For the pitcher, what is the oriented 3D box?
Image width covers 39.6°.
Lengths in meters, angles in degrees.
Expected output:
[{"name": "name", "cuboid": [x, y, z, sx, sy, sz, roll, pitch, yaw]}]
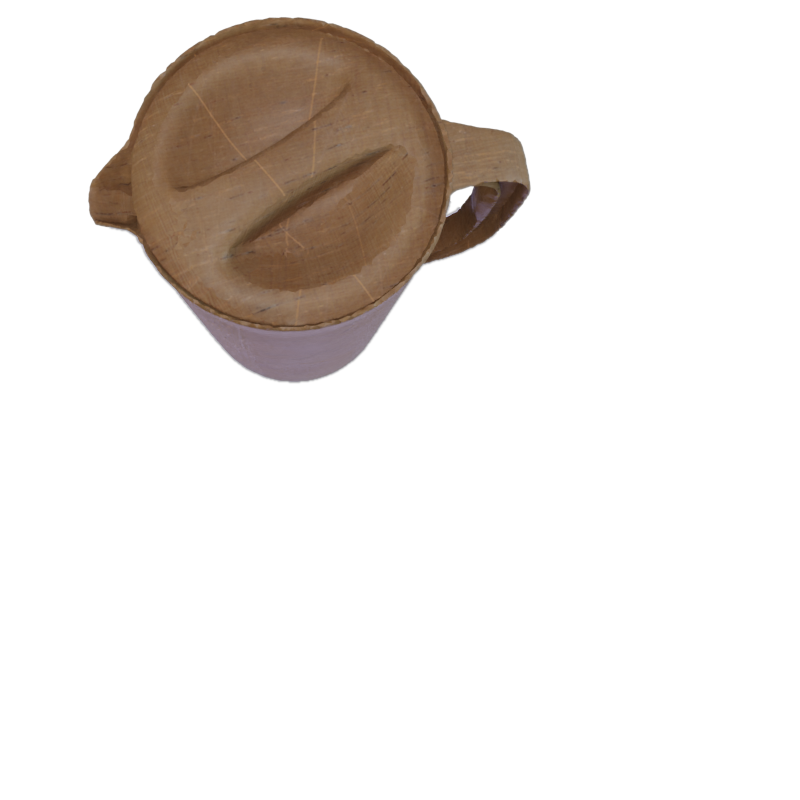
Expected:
[{"name": "pitcher", "cuboid": [-0.043, -0.079, 0.555, 0.152, 0.147, 0.237, 36, -9, 3]}]
